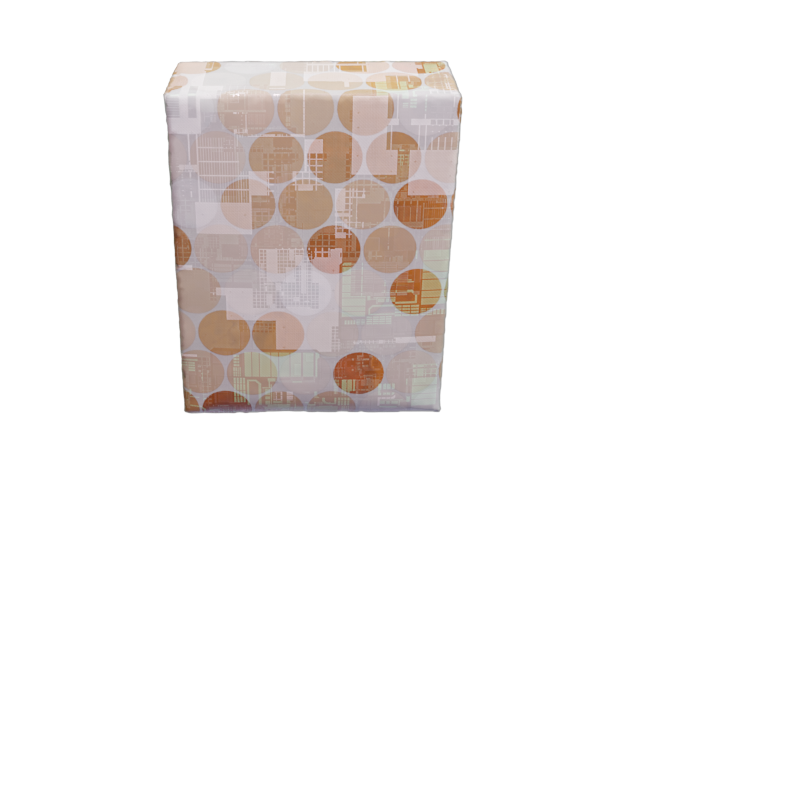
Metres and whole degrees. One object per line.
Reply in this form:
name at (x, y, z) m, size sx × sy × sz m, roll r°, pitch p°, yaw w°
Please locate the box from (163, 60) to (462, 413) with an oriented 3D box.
box at (-0.053, -0.096, 0.674) m, size 0.164 × 0.201 × 0.076 m, roll 1°, pitch 30°, yaw -2°
